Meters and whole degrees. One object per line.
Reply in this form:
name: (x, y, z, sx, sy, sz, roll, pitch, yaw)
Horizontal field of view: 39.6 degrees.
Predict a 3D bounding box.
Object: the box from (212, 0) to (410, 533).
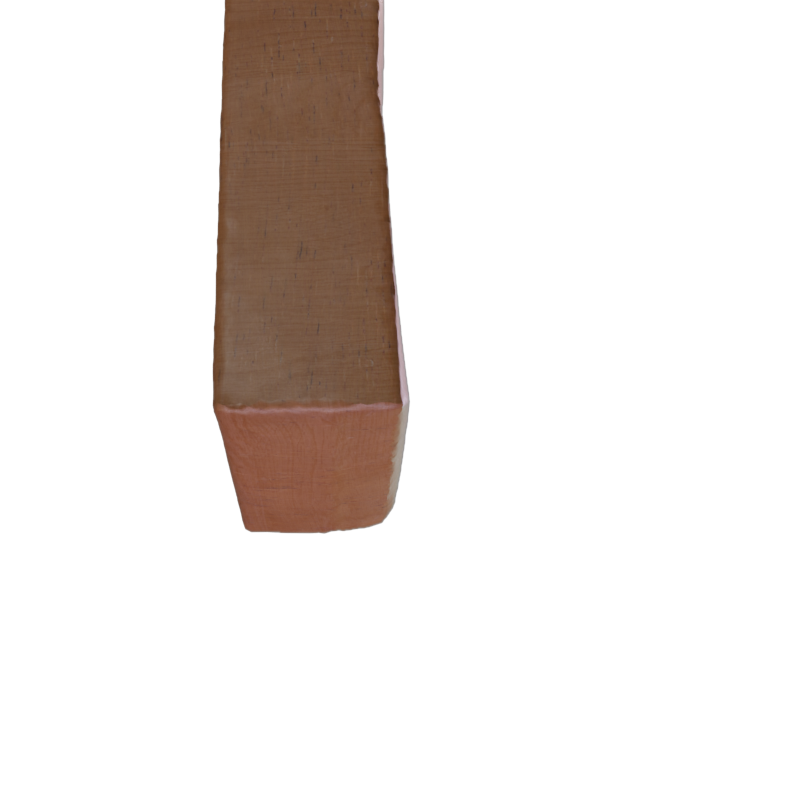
box: (-0.037, -0.068, 0.478, 0.072, 0.227, 0.155, -1, -25, -3)
